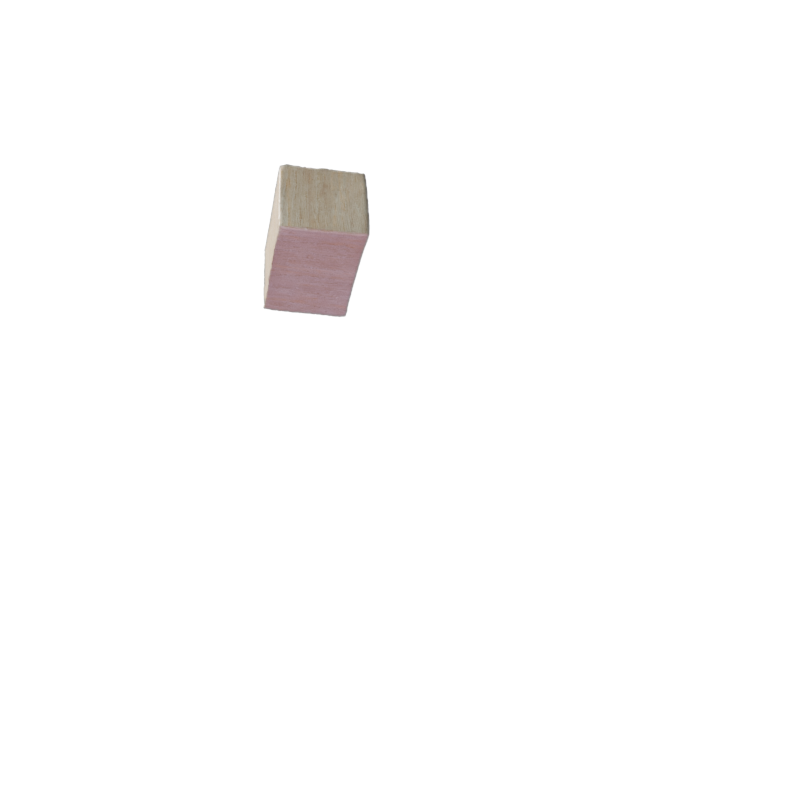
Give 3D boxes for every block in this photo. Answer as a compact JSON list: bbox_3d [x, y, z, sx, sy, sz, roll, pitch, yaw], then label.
[{"bbox_3d":[-0.052,-0.094,0.658,0.052,0.055,0.074,6,-38,-10],"label":"block"}]
